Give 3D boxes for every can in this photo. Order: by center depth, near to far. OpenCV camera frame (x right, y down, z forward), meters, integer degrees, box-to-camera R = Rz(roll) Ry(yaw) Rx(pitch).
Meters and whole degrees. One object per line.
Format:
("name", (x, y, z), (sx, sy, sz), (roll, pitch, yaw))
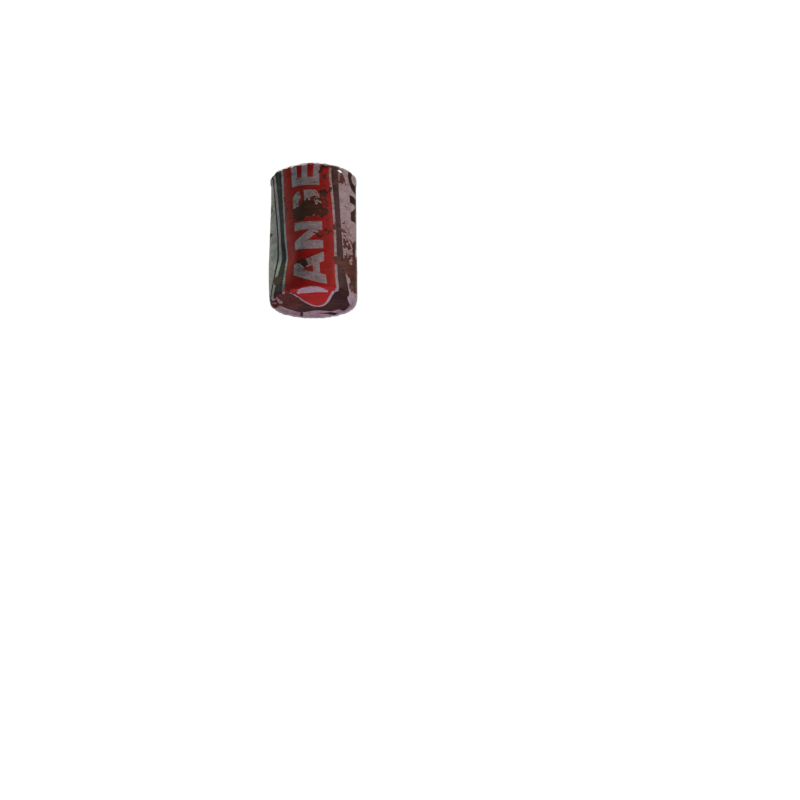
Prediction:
("can", (-0.066, -0.121, 0.847), (0.068, 0.107, 0.065), (0, -21, -2))
